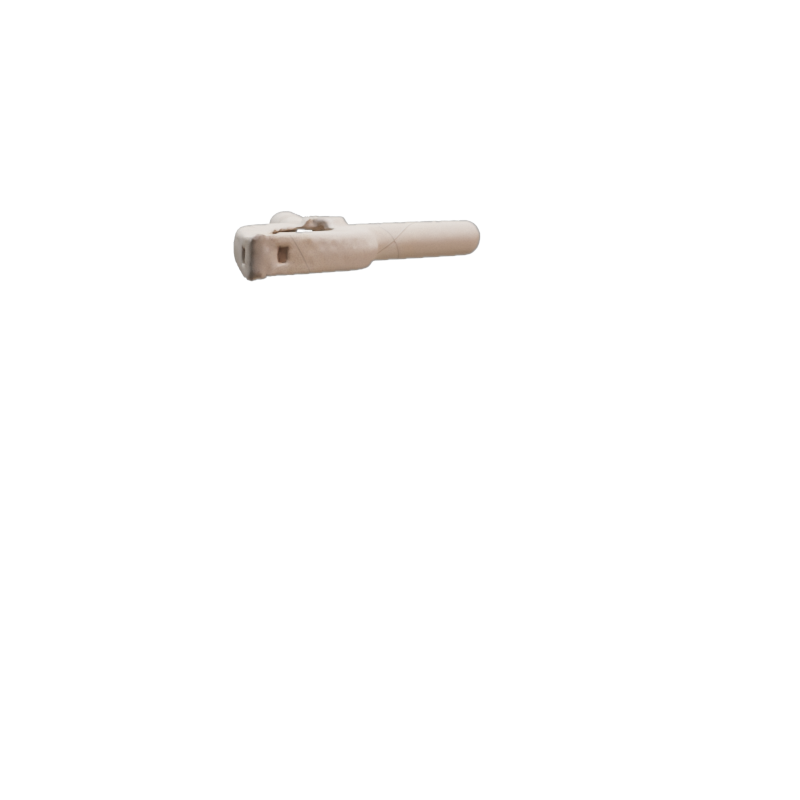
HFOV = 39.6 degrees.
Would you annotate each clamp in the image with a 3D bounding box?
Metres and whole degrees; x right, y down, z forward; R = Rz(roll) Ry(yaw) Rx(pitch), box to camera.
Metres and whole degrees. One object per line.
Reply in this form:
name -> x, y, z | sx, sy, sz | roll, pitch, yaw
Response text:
clamp -> -0.059, -0.108, 0.754 | 0.171, 0.036, 0.207 | 7, 15, 28
